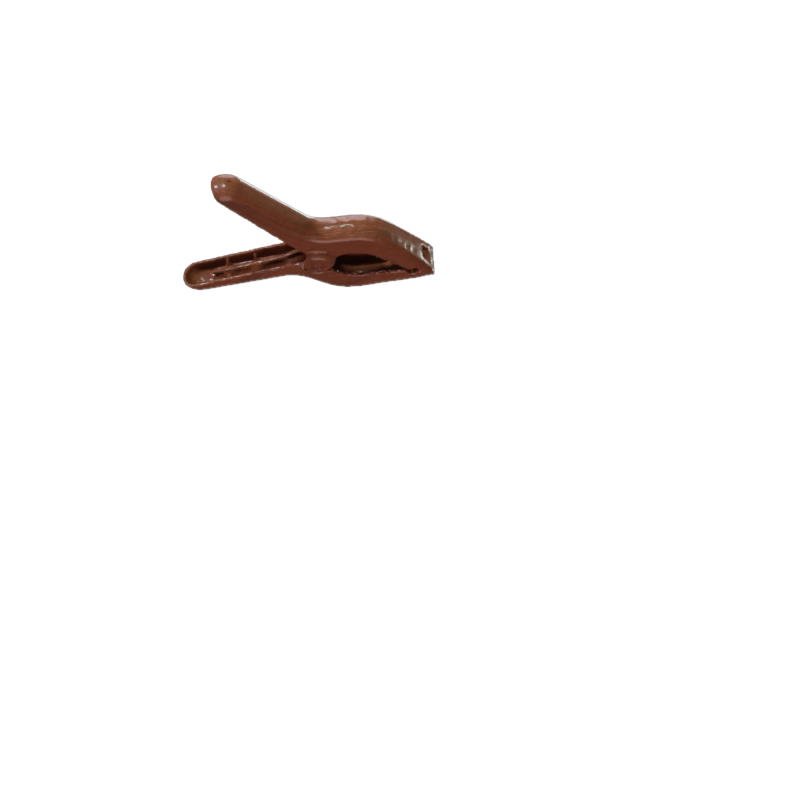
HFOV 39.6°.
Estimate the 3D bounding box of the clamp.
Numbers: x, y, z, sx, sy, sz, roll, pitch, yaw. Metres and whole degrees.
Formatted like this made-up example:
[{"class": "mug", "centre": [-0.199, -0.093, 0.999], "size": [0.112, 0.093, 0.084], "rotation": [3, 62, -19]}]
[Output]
[{"class": "clamp", "centre": [-0.071, -0.130, 0.909], "size": [0.208, 0.038, 0.157], "rotation": [3, -22, -8]}]
